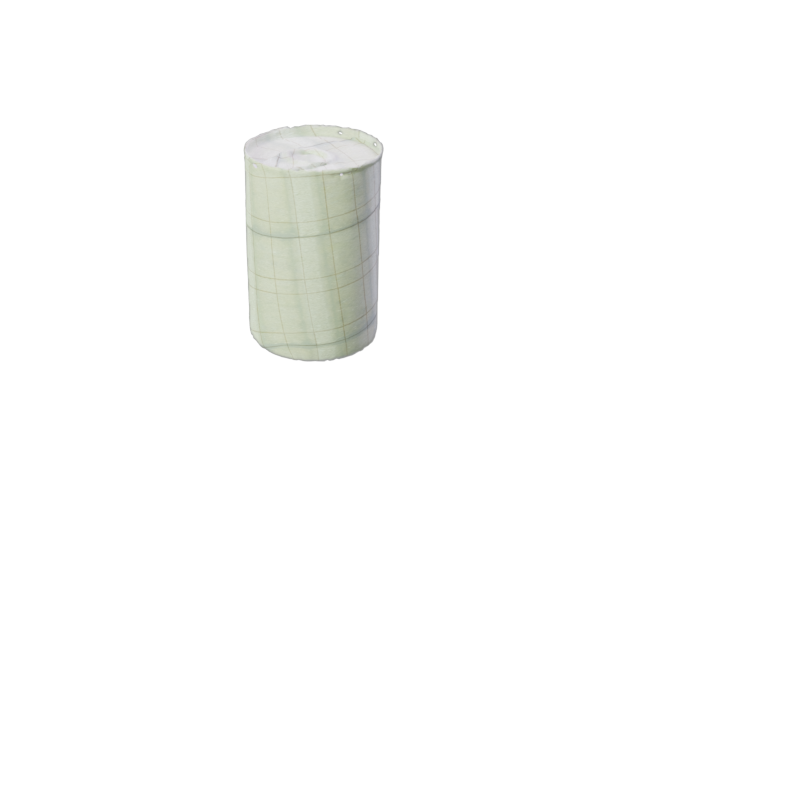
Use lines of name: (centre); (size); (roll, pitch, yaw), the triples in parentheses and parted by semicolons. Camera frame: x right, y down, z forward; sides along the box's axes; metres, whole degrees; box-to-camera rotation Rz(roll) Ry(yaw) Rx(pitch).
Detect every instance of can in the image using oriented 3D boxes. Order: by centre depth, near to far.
can: (-0.044, -0.080, 0.557); (0.068, 0.097, 0.072); (0, 27, -2)
